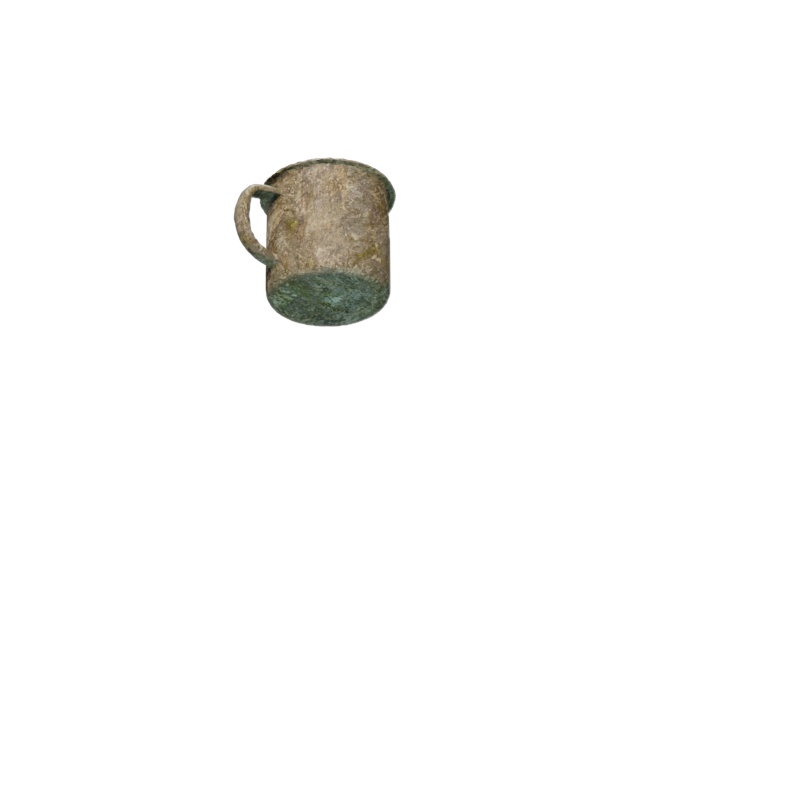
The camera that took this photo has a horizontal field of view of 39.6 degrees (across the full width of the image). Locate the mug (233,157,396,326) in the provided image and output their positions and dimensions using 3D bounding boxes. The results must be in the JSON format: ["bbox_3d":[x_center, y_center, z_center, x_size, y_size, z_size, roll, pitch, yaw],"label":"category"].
[{"bbox_3d":[-0.057,-0.104,0.730,0.111,0.087,0.093,20,-34,-34],"label":"mug"}]
